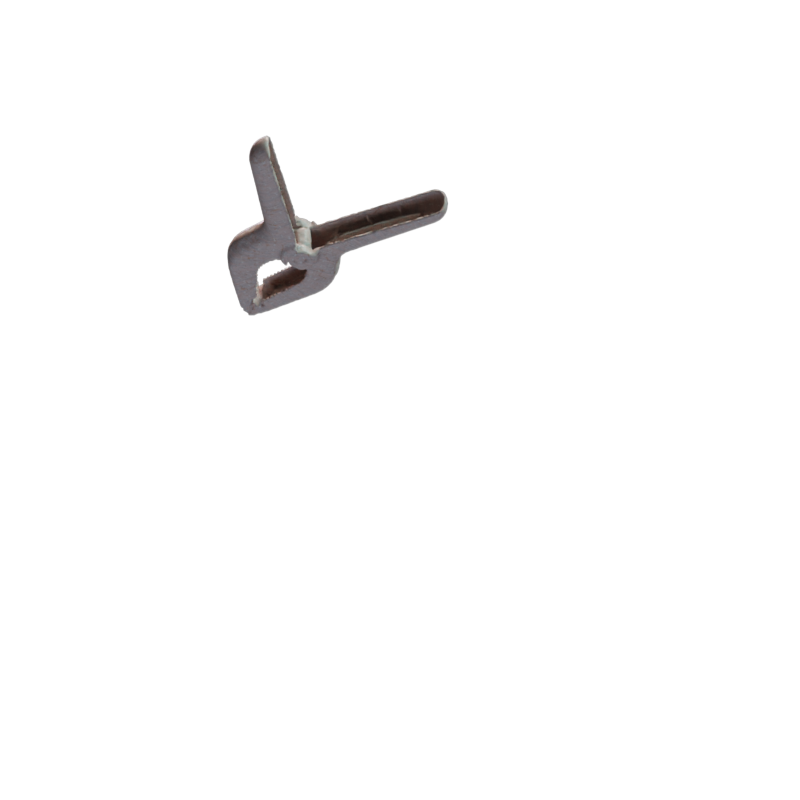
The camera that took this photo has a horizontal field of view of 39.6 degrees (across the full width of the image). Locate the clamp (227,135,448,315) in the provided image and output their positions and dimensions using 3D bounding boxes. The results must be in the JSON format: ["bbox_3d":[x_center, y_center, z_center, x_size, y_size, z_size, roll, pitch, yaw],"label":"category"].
[{"bbox_3d":[-0.070,-0.128,0.898,0.159,0.039,0.203,12,-32,-20],"label":"clamp"}]
